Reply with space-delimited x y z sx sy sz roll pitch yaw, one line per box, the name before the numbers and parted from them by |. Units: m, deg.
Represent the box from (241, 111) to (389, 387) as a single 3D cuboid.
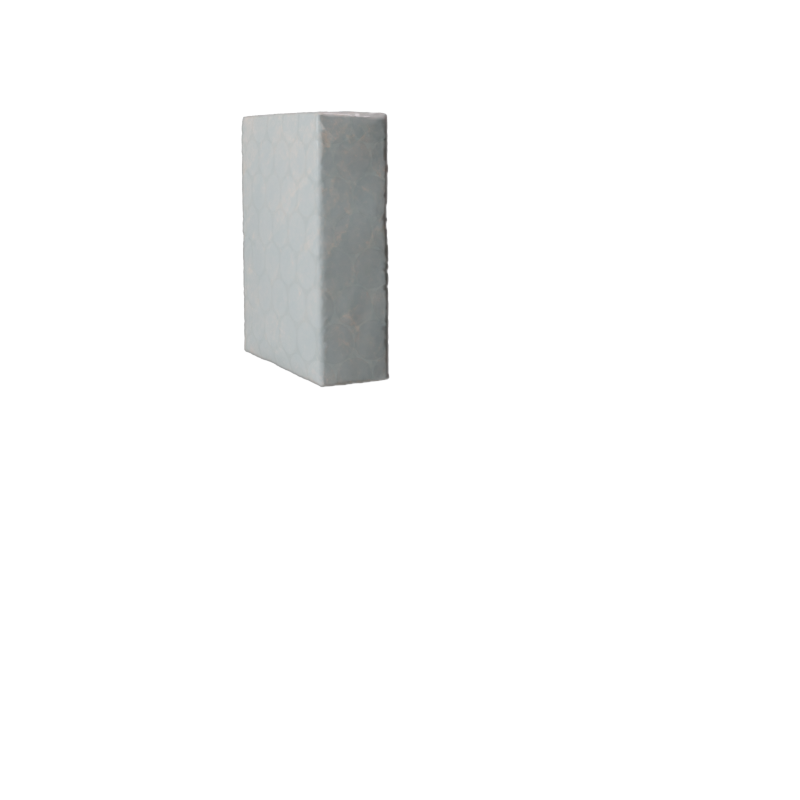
box | -0.073 -0.133 0.932 0.070 0.211 0.172 -3 9 -28
